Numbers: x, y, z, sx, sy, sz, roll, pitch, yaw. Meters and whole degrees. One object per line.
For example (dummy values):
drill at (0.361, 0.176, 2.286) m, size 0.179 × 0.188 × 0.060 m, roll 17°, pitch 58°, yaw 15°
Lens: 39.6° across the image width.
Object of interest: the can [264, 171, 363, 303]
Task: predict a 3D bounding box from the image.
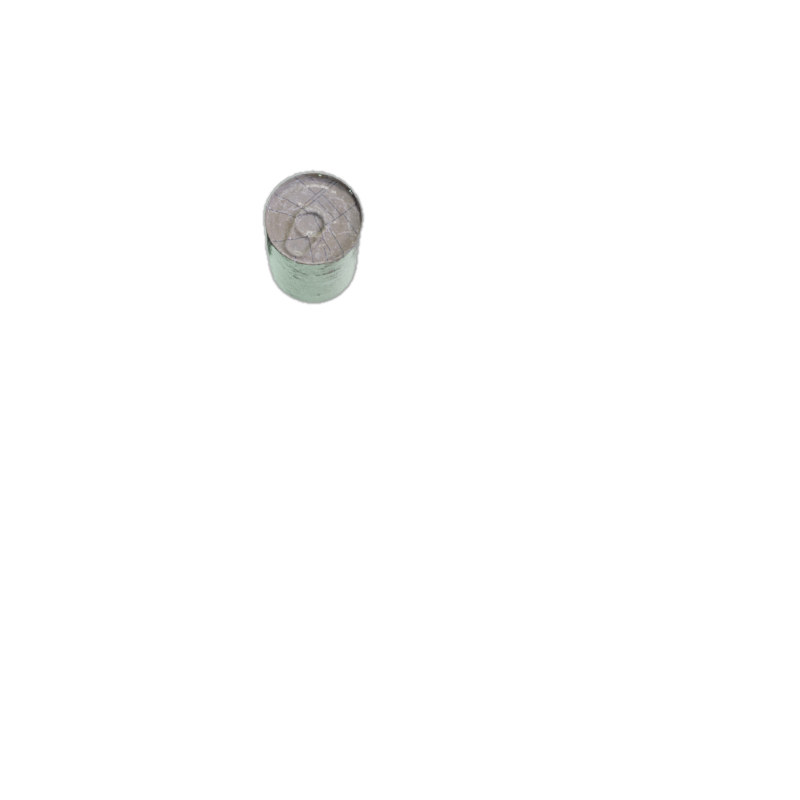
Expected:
can at (-0.063, -0.115, 0.804) m, size 0.068 × 0.071 × 0.099 m, roll 0°, pitch -14°, yaw -3°
